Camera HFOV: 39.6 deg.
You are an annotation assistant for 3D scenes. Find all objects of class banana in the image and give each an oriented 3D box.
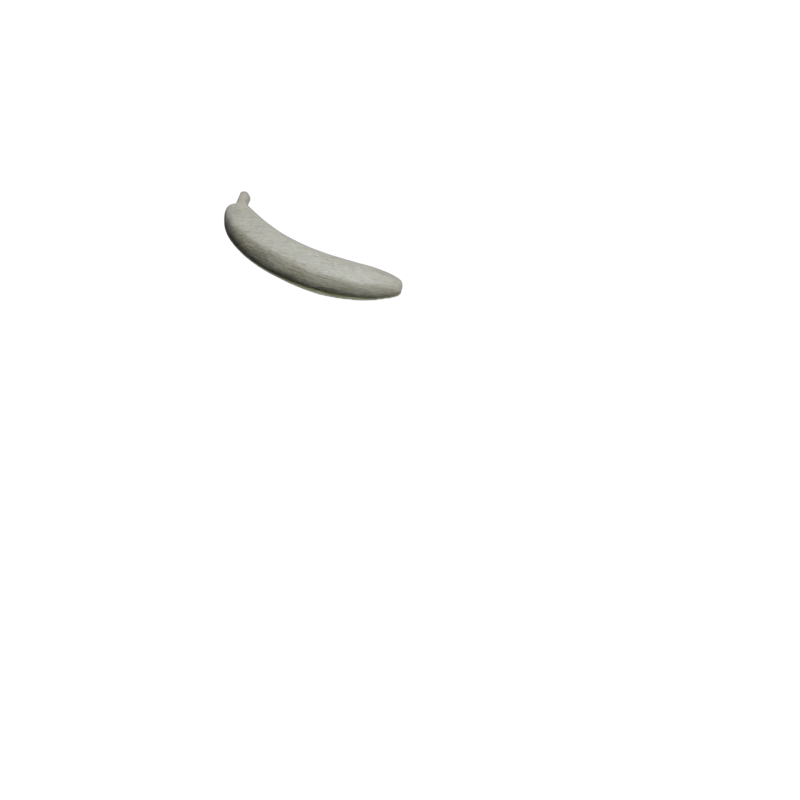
[{"bbox_3d":[-0.093,-0.134,0.991,0.209,0.034,0.070,34,56,26],"label":"banana"}]
